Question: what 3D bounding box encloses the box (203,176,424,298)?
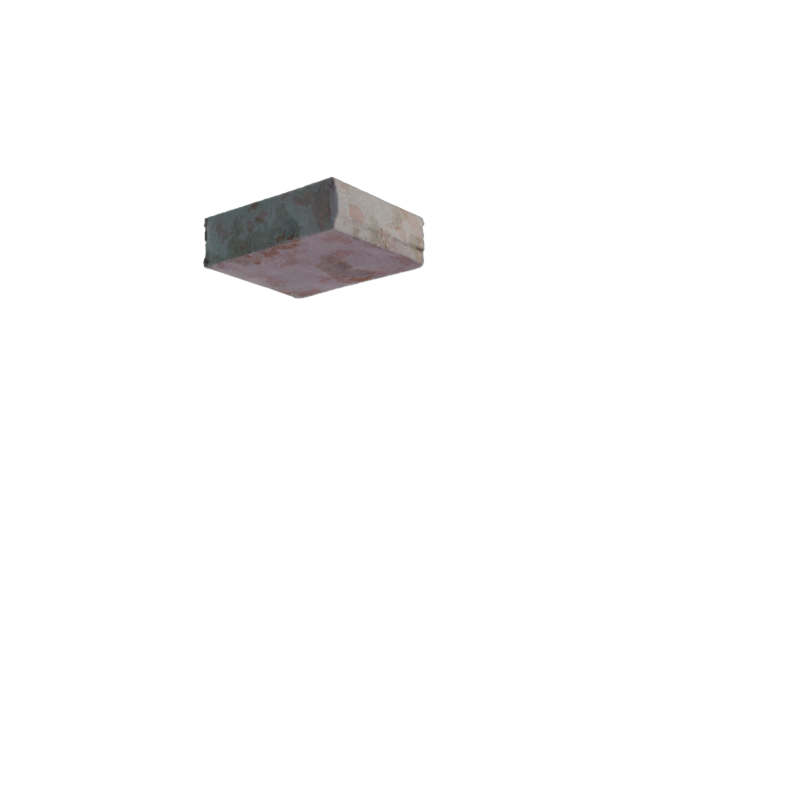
[{"bbox_3d":[-0.055,-0.100,0.701,0.116,0.041,0.084,-12,-19,38],"label":"box"}]
